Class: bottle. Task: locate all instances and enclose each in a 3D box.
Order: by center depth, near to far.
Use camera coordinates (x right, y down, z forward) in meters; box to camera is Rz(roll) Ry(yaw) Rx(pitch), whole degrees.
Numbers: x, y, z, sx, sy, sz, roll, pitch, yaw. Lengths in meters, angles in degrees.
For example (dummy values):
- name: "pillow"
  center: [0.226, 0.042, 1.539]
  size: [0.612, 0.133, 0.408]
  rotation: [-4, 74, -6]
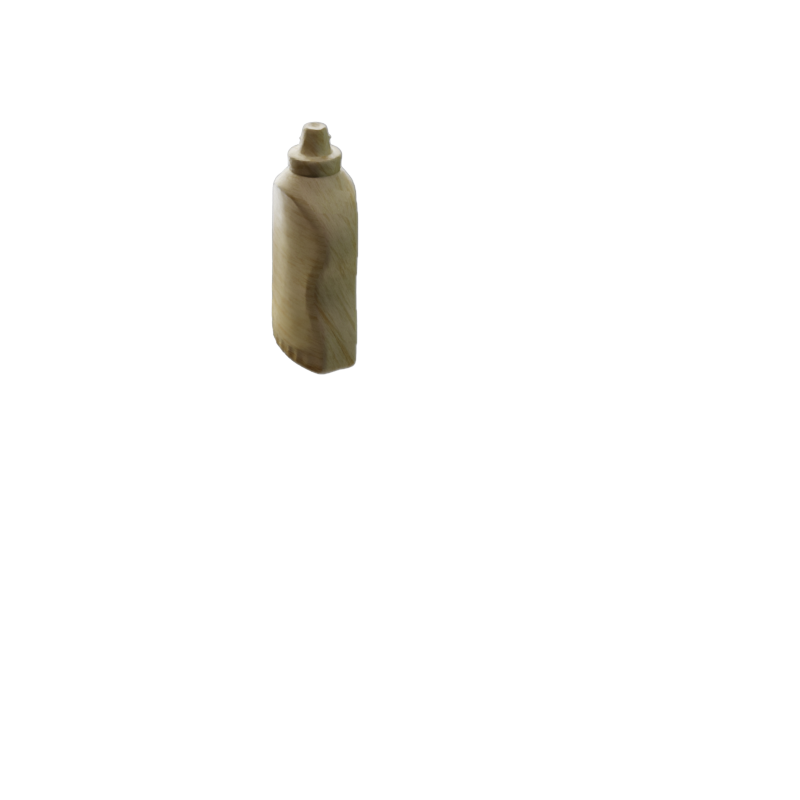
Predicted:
- name: "bottle"
  center: [-0.067, -0.123, 0.861]
  size: [0.057, 0.181, 0.103]
  rotation: [-12, 32, -23]
